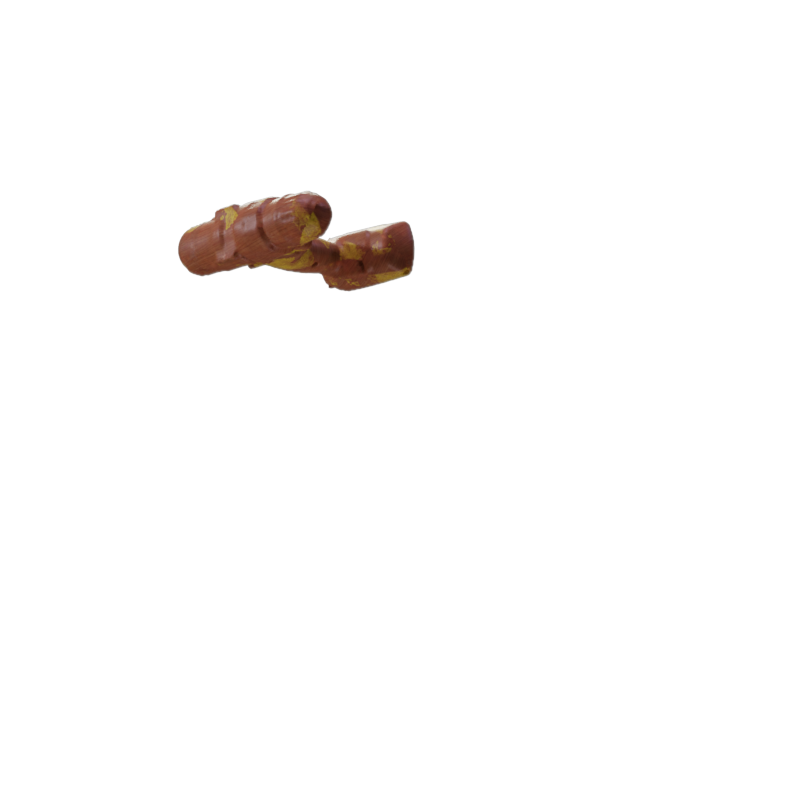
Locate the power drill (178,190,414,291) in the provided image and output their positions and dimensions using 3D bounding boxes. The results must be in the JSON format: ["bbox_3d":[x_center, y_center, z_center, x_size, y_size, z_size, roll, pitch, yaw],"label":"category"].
[{"bbox_3d":[-0.077,-0.141,0.988,0.179,0.059,0.189,5,-7,-43],"label":"power drill"}]
